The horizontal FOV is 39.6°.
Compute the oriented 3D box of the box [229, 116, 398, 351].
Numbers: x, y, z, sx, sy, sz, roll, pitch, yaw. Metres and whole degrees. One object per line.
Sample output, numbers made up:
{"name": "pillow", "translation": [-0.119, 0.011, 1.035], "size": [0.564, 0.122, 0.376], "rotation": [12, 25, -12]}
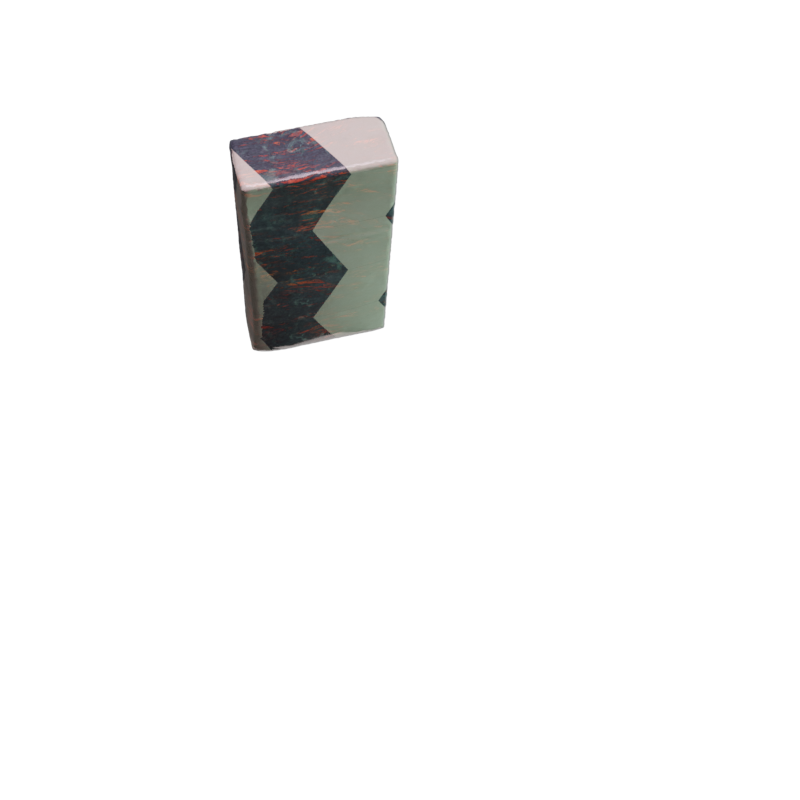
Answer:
{"name": "box", "translation": [-0.054, -0.099, 0.693], "size": [0.092, 0.052, 0.165], "rotation": [-11, -33, -11]}
